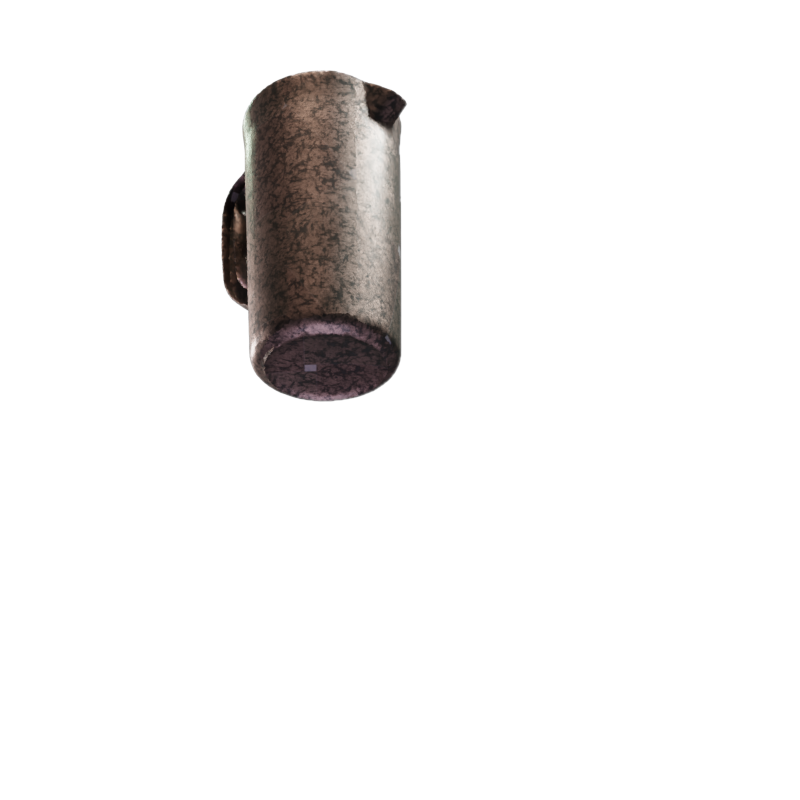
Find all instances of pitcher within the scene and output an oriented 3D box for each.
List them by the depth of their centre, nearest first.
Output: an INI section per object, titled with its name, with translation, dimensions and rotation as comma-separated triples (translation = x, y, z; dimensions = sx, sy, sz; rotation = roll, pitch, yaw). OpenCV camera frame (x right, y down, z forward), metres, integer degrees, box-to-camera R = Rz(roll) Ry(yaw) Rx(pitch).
[pitcher]
translation = -0.067, -0.123, 0.860
dimensions = 0.144, 0.260, 0.140
rotation = 3, -36, -7
